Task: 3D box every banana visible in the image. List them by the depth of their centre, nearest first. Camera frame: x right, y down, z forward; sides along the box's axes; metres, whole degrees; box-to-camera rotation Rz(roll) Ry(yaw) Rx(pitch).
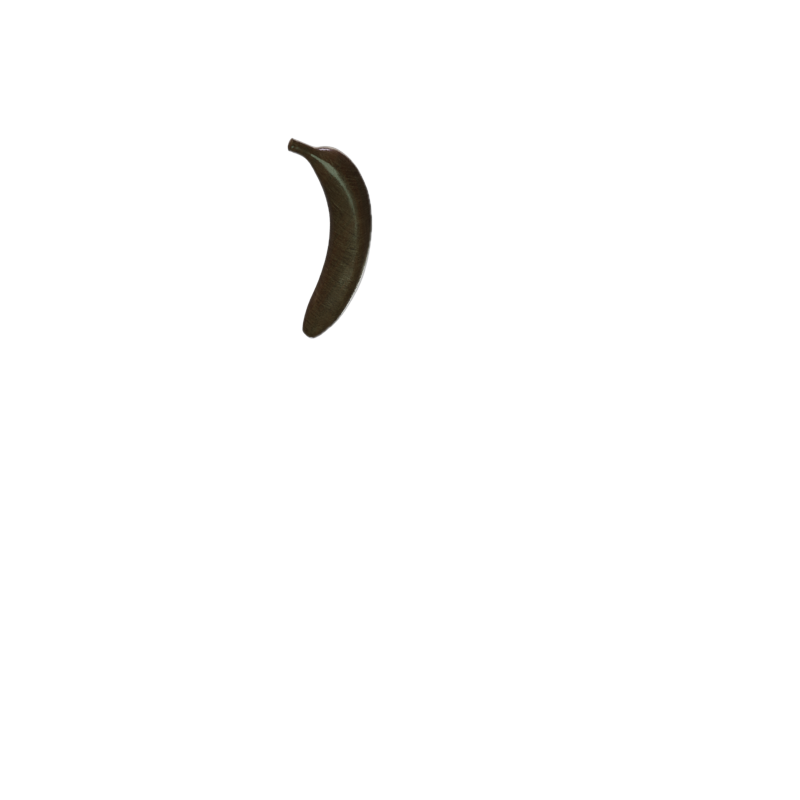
[{"bbox_3d":[-0.059,-0.146,0.987,0.070,0.187,0.039,-3,27,0],"label":"banana"}]
